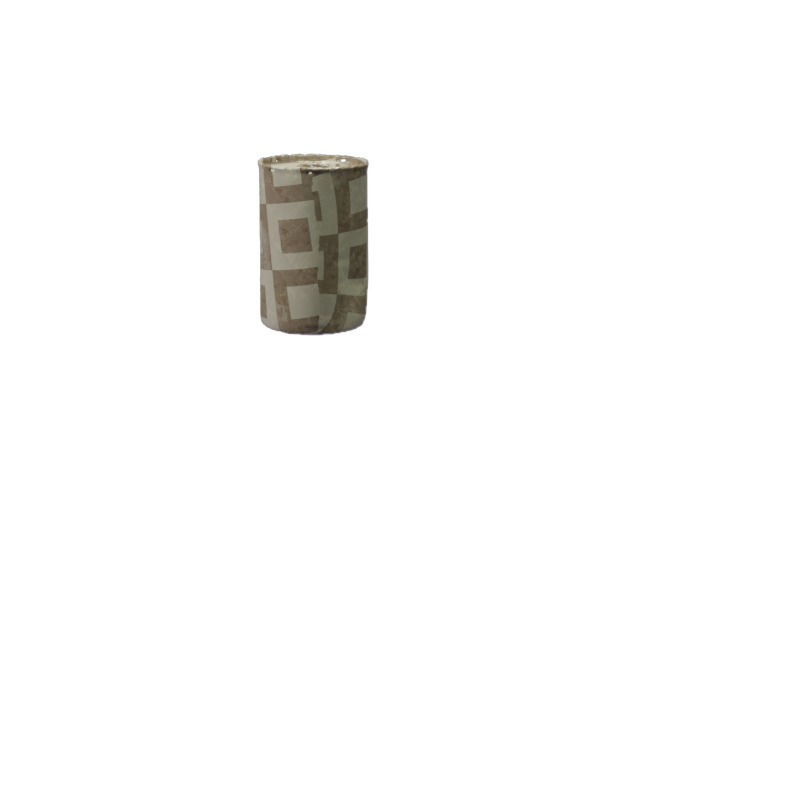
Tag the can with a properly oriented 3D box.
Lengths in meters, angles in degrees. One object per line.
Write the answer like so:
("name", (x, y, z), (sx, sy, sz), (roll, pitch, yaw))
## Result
("can", (-0.054, -0.098, 0.686), (0.068, 0.099, 0.071), (0, 15, -2))
